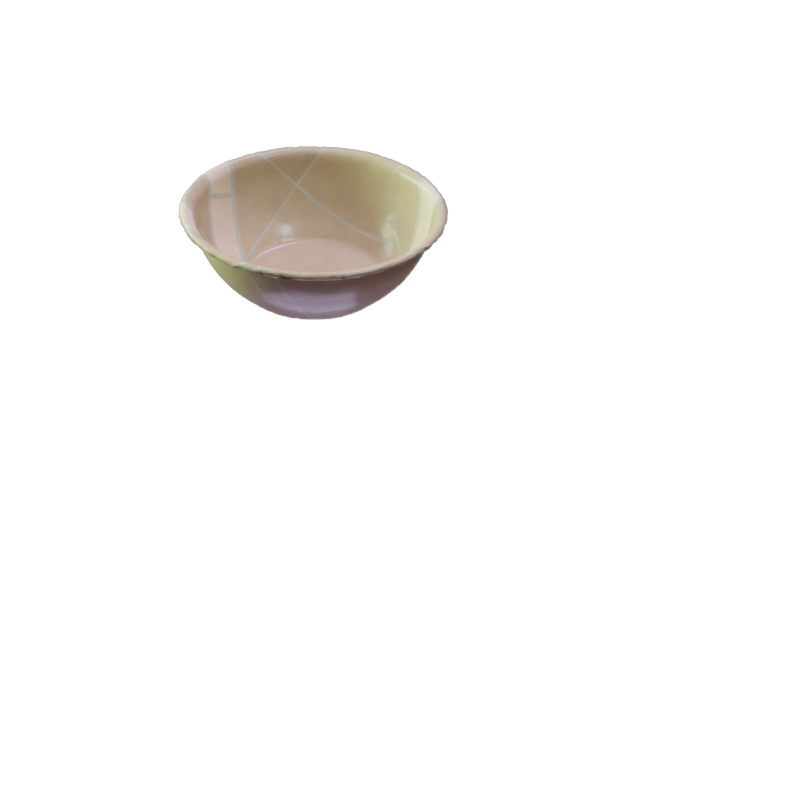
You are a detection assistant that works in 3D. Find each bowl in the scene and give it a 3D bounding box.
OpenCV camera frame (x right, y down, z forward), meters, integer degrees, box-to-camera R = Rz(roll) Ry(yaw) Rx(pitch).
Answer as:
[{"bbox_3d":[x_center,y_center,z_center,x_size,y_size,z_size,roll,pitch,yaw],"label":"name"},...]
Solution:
[{"bbox_3d":[-0.053,-0.097,0.682,0.162,0.051,0.173,-1,36,-2],"label":"bowl"}]
